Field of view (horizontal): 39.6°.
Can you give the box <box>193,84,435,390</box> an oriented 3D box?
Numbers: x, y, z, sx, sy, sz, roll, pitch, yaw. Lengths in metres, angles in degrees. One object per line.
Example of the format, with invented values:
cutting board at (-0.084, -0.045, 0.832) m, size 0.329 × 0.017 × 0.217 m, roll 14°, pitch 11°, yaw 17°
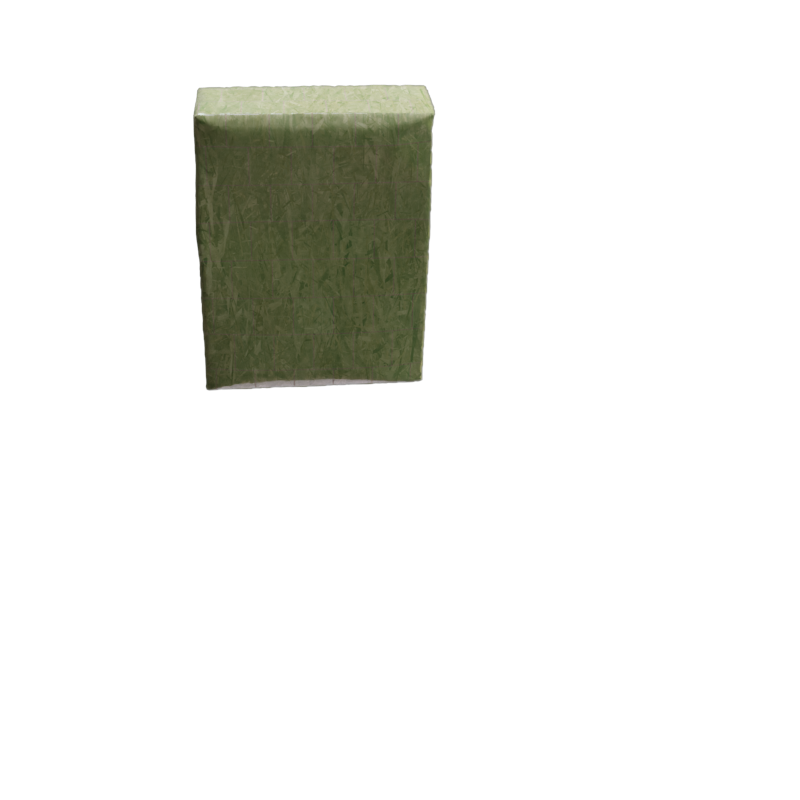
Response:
box at (-0.062, -0.114, 0.796) m, size 0.163 × 0.202 × 0.076 m, roll -1°, pitch 27°, yaw -4°
